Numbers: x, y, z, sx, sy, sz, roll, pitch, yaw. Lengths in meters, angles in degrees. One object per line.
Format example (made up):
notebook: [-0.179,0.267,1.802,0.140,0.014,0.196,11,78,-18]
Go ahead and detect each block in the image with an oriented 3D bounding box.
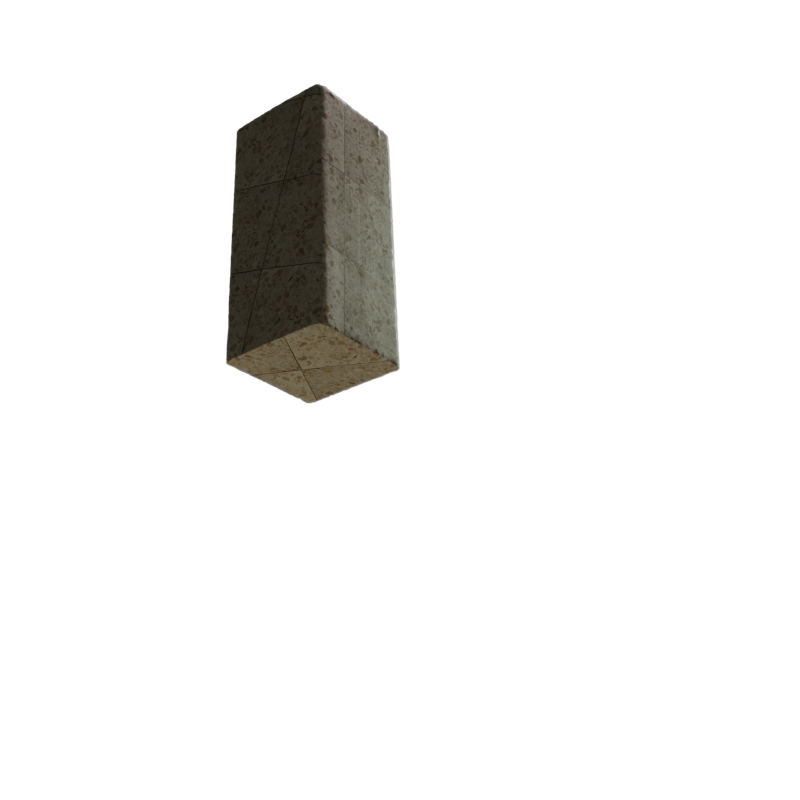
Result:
block: [-0.064,-0.118,0.824,0.091,0.220,0.084,-24,-37,32]
